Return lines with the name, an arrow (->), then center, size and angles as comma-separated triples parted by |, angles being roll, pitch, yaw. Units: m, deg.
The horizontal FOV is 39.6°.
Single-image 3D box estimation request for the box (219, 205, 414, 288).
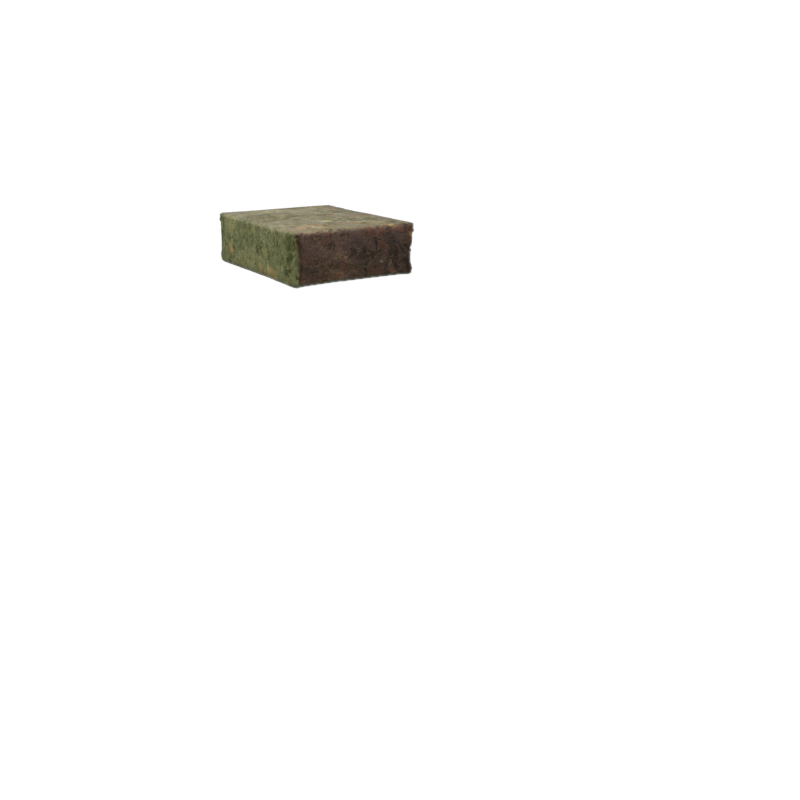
box -> -0.059, -0.107, 0.748 | 0.088, 0.038, 0.120 | -11, 21, -30
